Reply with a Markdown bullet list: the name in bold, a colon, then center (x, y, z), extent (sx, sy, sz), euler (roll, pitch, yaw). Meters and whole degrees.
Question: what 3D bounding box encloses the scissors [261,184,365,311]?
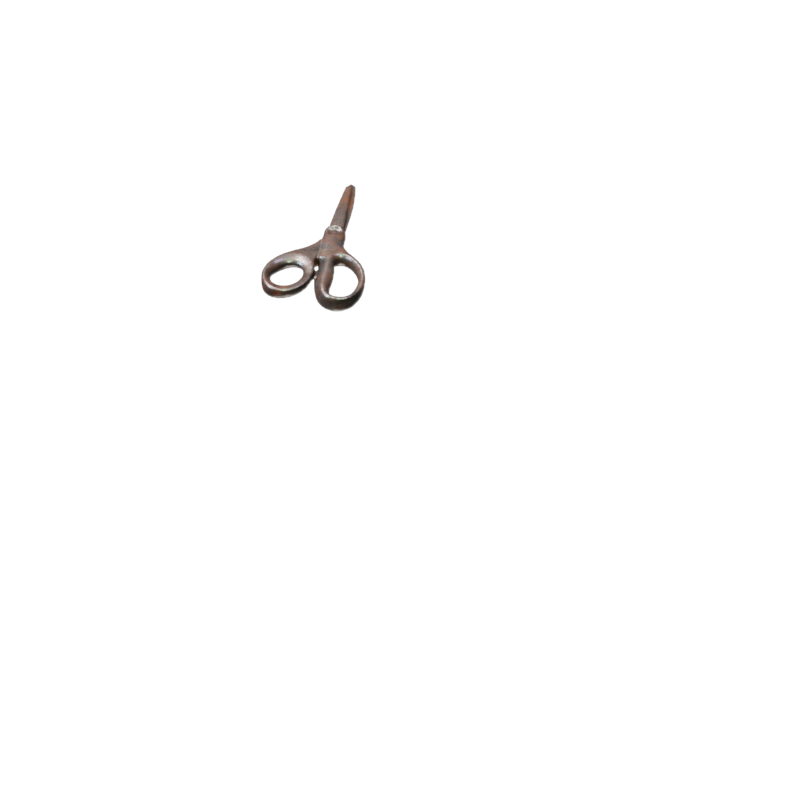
- **scissors**: center (-0.077, -0.140, 0.984), extent (0.096, 0.015, 0.217), euler (-4, 37, -6)
